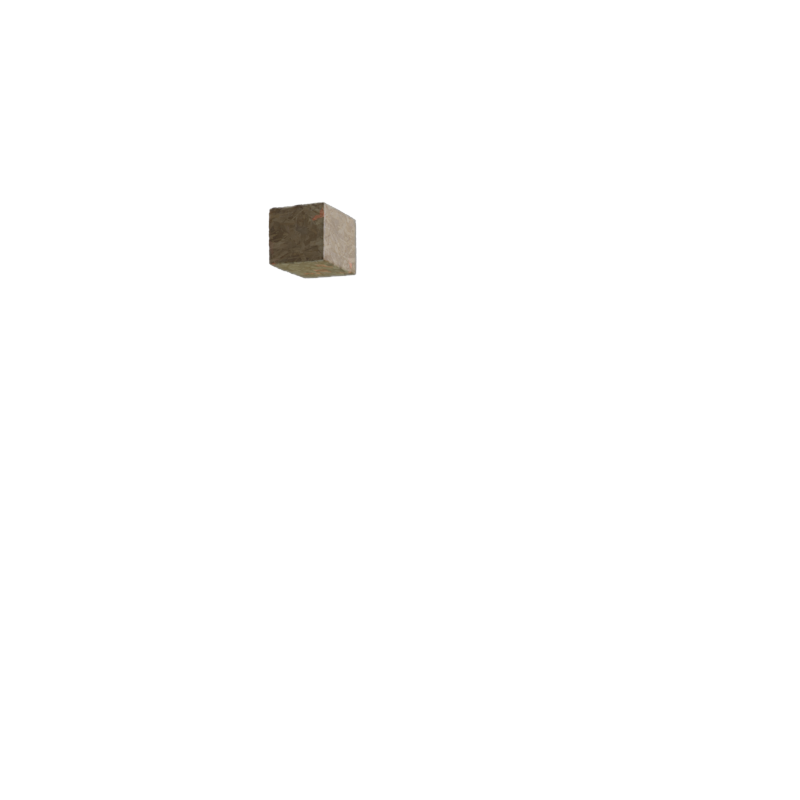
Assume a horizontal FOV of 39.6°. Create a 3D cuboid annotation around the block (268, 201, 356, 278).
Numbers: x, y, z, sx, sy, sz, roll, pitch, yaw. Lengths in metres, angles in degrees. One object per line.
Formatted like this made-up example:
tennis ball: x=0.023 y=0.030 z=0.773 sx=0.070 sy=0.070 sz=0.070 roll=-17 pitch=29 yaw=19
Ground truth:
block: x=-0.076 y=-0.138 z=0.969 sx=0.054 sy=0.052 sz=0.075 roll=-3 pitch=-7 yaw=20
